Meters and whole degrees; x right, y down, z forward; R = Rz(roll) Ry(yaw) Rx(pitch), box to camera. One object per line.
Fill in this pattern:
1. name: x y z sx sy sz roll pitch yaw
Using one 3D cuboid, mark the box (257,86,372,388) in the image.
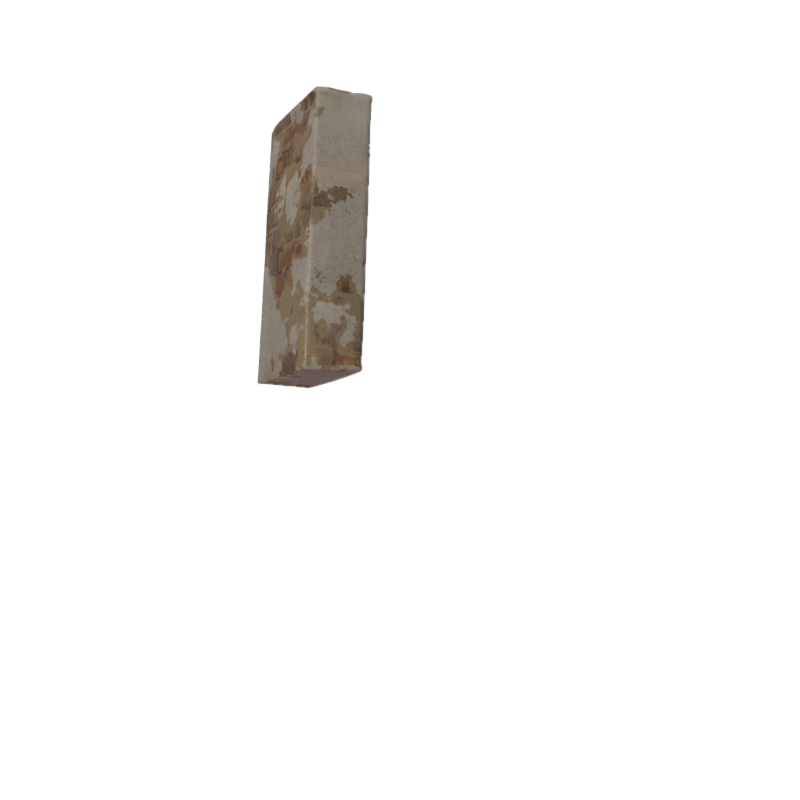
1. box: -0.056 -0.101 0.707 0.047 0.182 0.093 5 -13 -23
